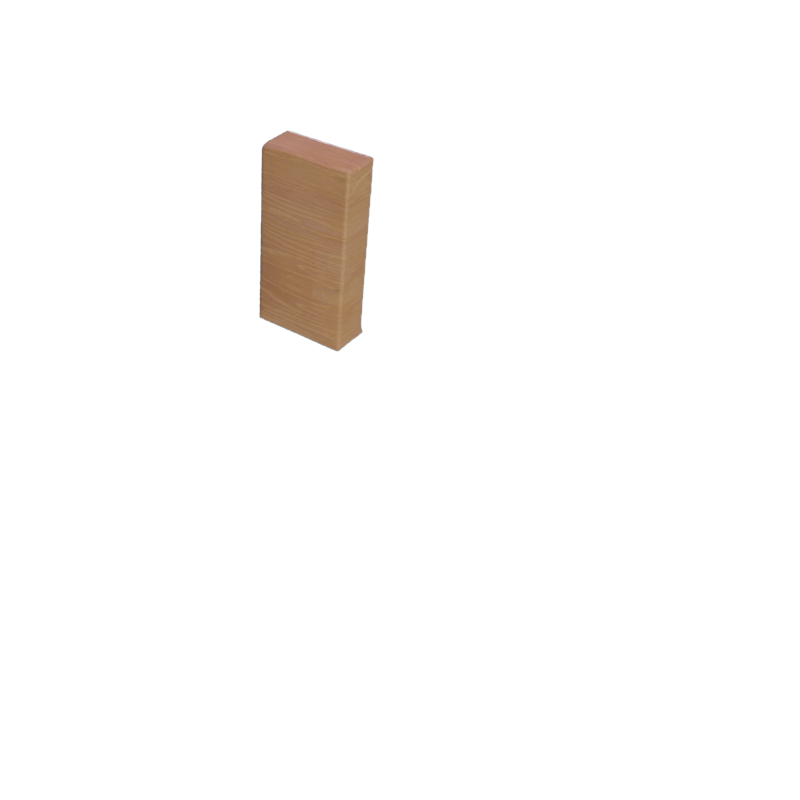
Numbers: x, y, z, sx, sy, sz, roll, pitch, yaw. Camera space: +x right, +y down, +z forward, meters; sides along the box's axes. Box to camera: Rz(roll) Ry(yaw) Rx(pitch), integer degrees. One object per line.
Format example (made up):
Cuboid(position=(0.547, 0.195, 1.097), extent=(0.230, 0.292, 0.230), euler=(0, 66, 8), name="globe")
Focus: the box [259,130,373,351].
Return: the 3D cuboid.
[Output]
Cuboid(position=(-0.076, -0.138, 0.968), extent=(0.098, 0.165, 0.048), euler=(23, 38, 28), name="box")
